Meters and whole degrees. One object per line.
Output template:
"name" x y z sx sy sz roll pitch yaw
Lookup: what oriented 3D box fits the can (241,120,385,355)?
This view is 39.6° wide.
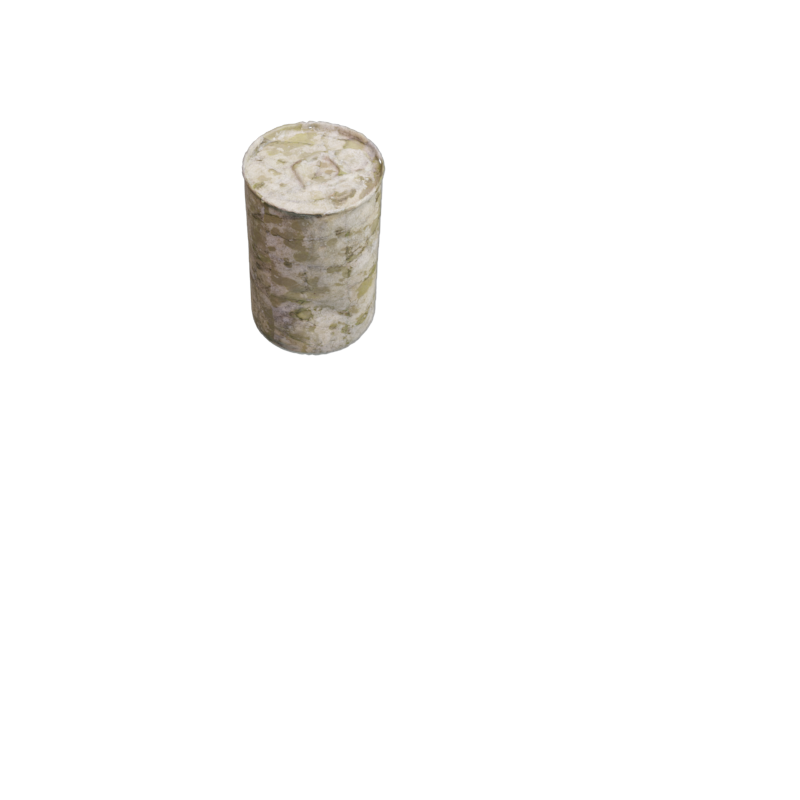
"can" -0.044 -0.080 0.560 0.068 0.074 0.095 0 -42 -3
